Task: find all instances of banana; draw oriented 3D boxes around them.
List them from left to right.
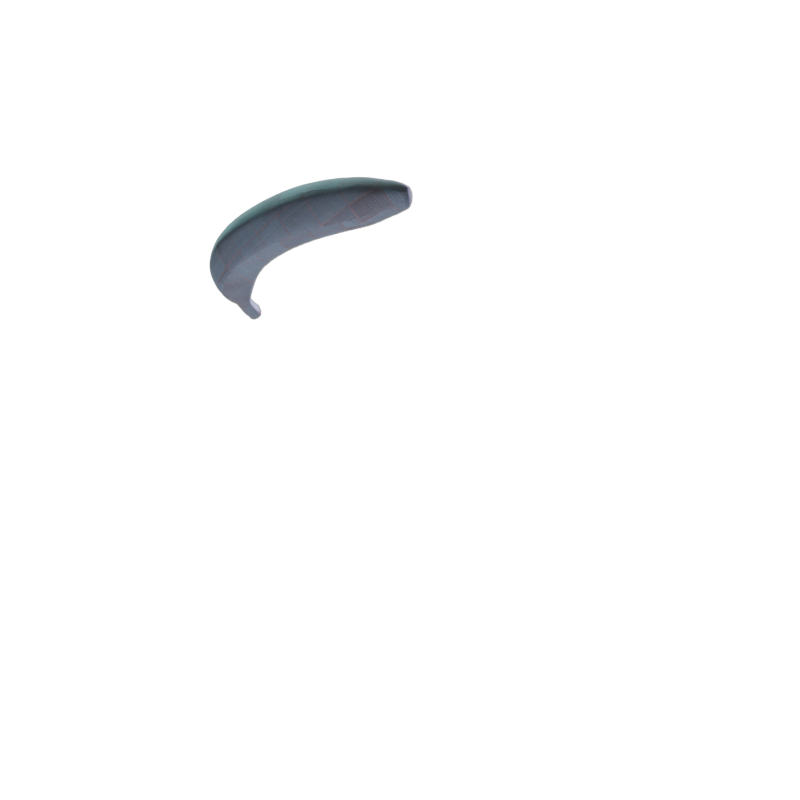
[{"bbox_3d":[-0.076,-0.109,0.741,0.066,0.039,0.197,15,-26,-34],"label":"banana"}]
